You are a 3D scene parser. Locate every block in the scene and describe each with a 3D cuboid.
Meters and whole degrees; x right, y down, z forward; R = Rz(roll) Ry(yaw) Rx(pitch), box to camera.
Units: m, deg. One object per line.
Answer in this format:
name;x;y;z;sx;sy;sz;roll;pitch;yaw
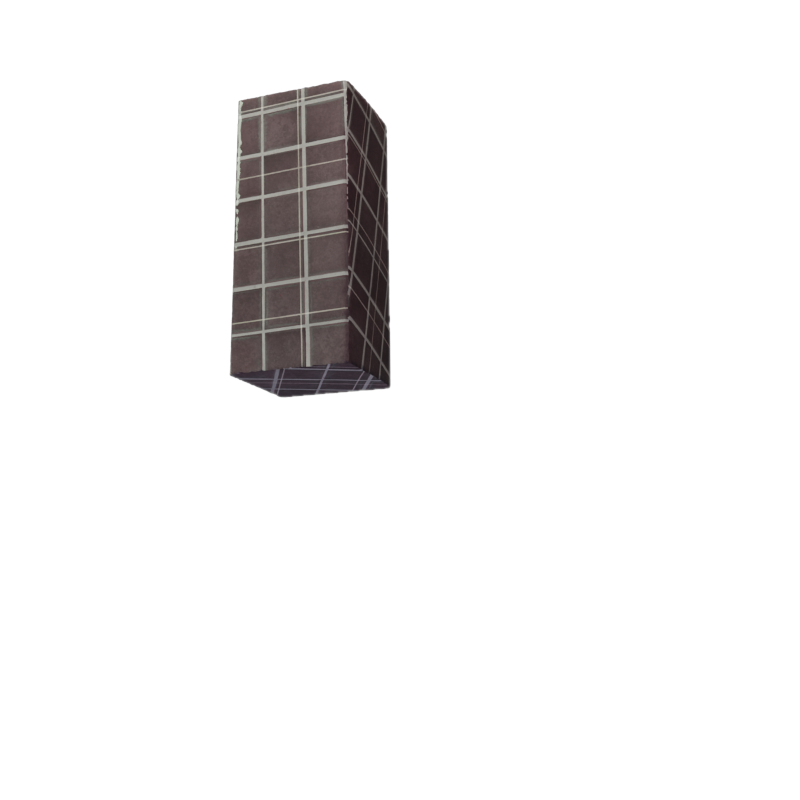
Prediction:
block;-0.063;-0.115;0.806;0.092;0.215;0.085;-8;-19;19
